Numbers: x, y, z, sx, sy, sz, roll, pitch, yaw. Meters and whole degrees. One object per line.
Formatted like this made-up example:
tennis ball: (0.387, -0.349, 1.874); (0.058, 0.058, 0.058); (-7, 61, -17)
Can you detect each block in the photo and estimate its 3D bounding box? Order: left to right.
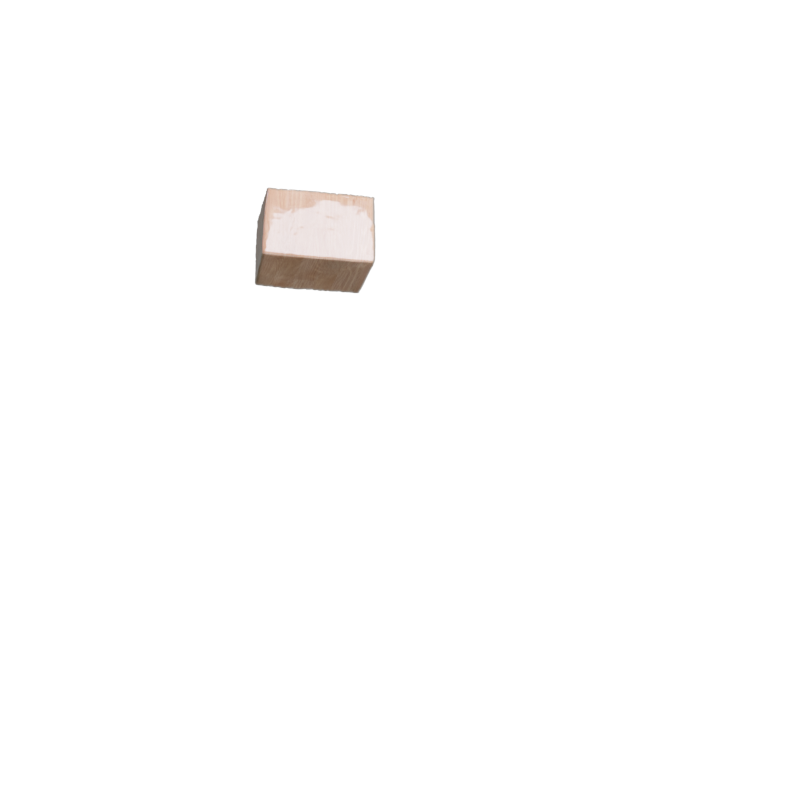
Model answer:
block: (-0.060, -0.110, 0.771); (0.077, 0.054, 0.051); (4, -25, -11)
